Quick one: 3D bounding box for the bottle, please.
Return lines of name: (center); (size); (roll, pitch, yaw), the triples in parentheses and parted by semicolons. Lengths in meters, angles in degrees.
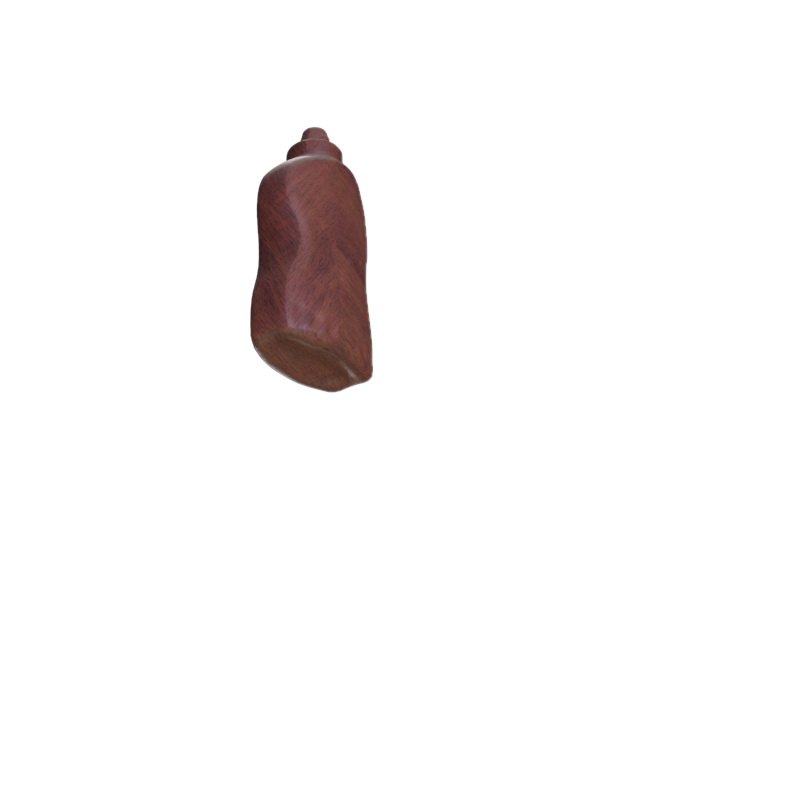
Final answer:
bottle: (-0.059, -0.109, 0.760); (0.059, 0.205, 0.089); (-24, -38, 30)
